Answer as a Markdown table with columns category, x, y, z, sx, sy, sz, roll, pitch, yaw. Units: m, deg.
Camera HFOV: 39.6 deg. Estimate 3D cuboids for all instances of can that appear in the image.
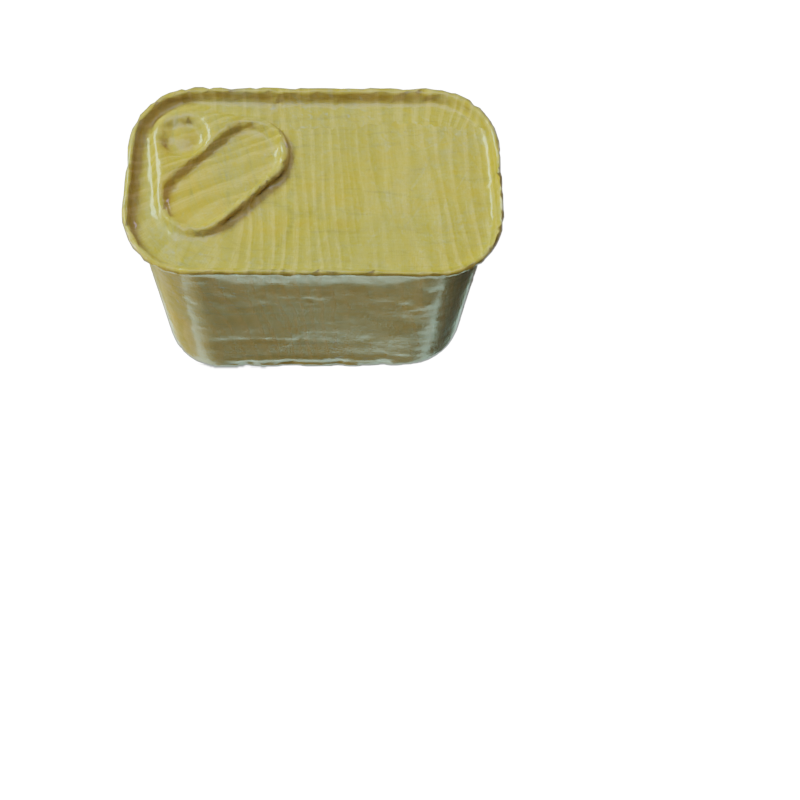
| category | x | y | z | sx | sy | sz | roll | pitch | yaw |
| --- | --- | --- | --- | --- | --- | --- | --- | --- | --- |
| can | -0.026 | -0.048 | 0.335 | 0.102 | 0.060 | 0.080 | 0 | -20 | -2 |
